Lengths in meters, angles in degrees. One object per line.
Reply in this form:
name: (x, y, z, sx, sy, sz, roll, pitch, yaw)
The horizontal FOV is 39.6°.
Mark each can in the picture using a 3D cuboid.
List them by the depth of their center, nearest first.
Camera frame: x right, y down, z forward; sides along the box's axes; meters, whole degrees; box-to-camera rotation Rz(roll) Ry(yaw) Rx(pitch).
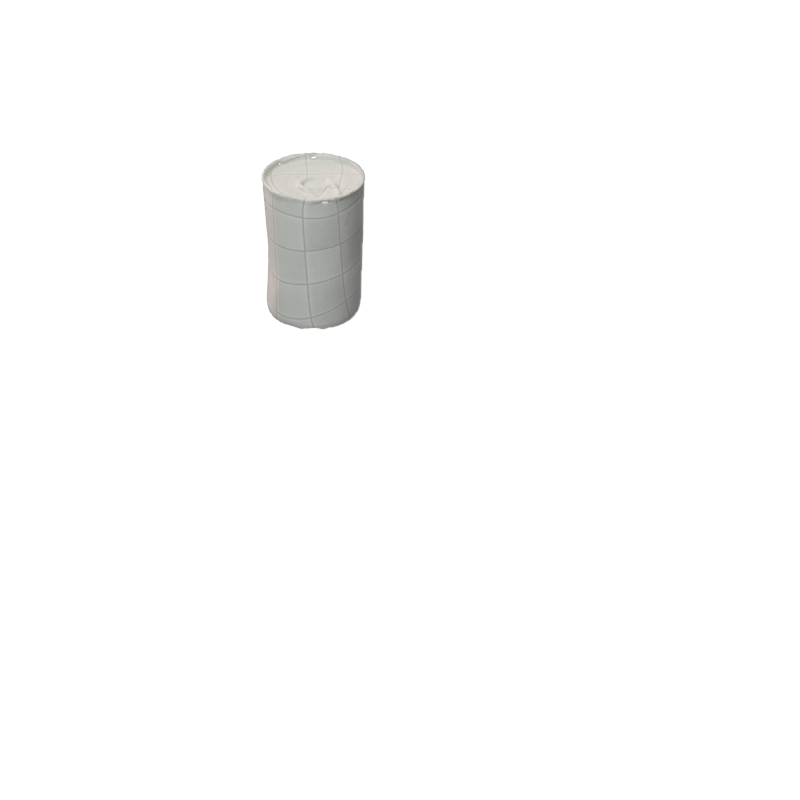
can: (-0.059, -0.107, 0.752, 0.068, 0.096, 0.073, 0, 33, -3)
